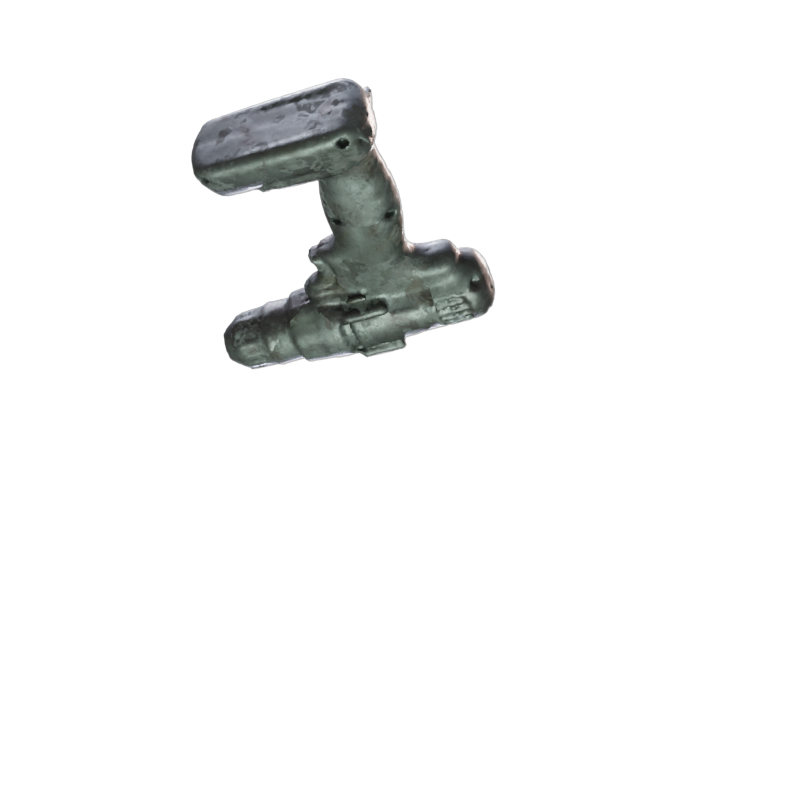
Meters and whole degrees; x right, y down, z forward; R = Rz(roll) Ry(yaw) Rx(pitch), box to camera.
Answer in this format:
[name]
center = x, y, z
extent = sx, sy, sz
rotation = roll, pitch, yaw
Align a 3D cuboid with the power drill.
[power drill]
center = -0.053, -0.097, 0.679
extent = 0.186, 0.062, 0.173
rotation = -15, -43, 16
